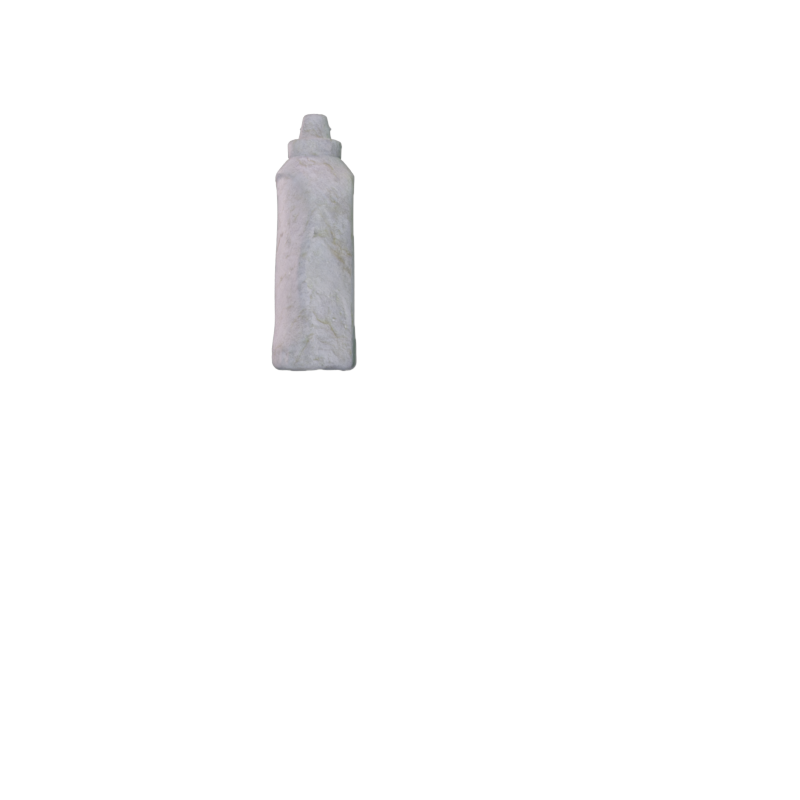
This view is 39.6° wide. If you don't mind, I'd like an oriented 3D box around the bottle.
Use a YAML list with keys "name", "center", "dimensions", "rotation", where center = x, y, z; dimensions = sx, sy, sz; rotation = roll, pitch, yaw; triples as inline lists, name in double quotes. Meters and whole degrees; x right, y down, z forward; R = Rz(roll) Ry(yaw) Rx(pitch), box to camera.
- name: "bottle"
  center: [-0.065, -0.119, 0.830]
  dimensions: [0.057, 0.194, 0.097]
  rotation: [1, -4, -18]
